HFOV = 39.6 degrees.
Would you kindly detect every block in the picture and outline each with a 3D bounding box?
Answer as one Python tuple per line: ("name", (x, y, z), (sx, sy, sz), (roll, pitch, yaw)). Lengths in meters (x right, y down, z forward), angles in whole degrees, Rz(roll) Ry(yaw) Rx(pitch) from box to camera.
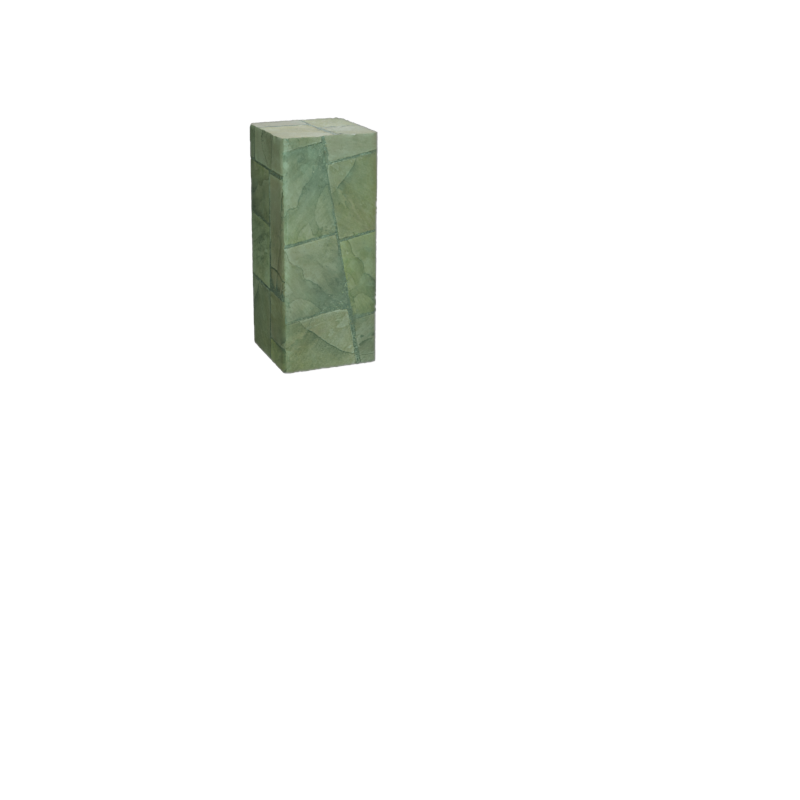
("block", (-0.078, -0.140, 0.983), (0.088, 0.198, 0.096), (-6, 19, -22))
